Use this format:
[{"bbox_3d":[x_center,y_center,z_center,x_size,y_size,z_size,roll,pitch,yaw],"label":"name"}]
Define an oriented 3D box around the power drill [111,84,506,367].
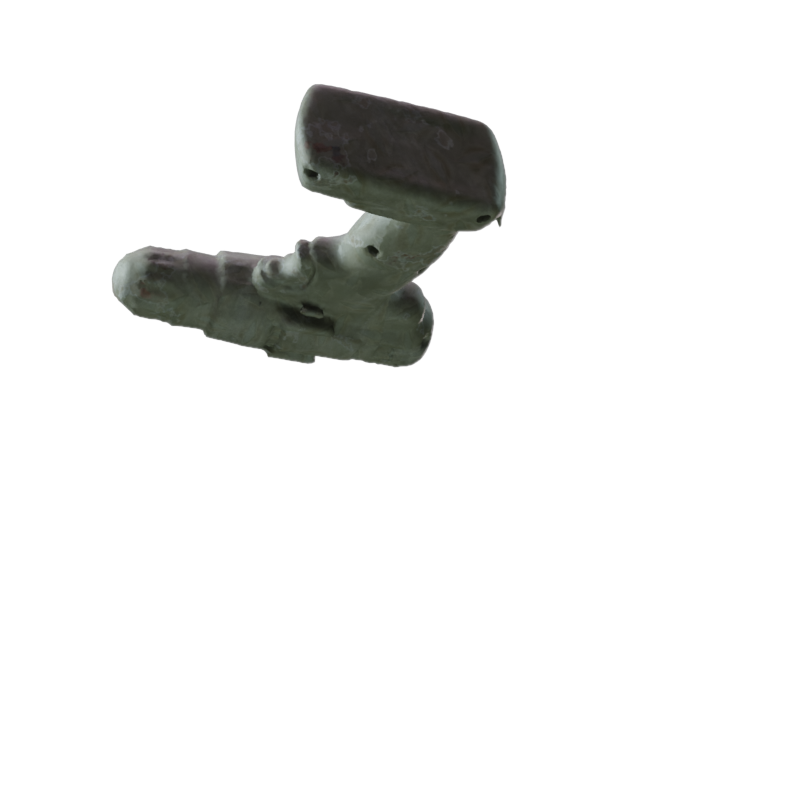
[{"bbox_3d":[-0.045,-0.082,0.572,0.179,0.061,0.182,9,-27,-18],"label":"power drill"}]
